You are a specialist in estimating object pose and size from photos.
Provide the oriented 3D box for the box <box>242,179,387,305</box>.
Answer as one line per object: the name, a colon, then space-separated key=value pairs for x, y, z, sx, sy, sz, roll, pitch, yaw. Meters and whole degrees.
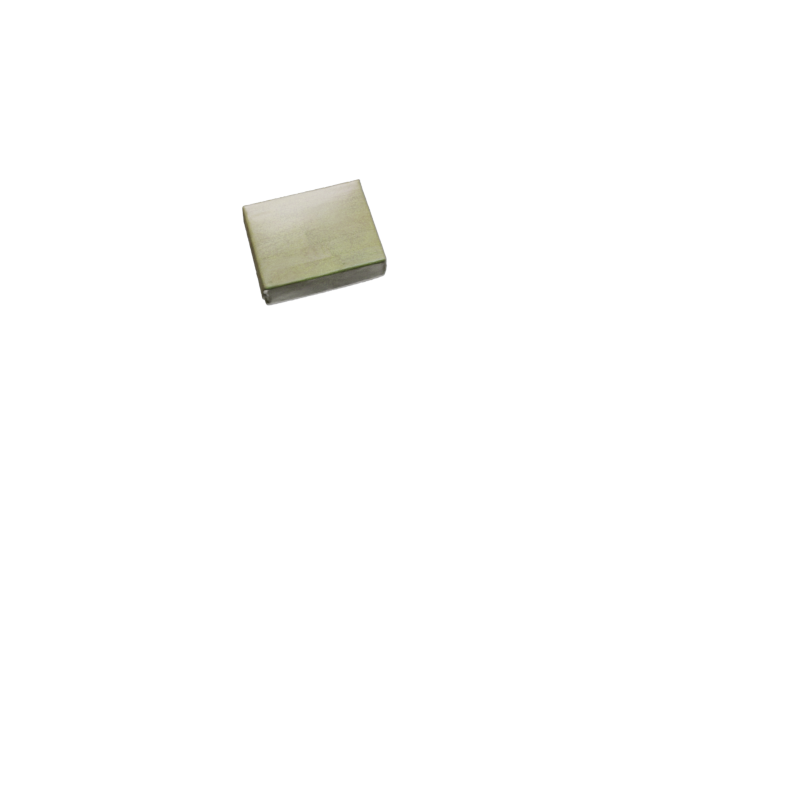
box: x=-0.078 y=-0.141 z=0.991 sx=0.113 sy=0.096 sz=0.037 roll=-14 pitch=-28 yaw=-8
